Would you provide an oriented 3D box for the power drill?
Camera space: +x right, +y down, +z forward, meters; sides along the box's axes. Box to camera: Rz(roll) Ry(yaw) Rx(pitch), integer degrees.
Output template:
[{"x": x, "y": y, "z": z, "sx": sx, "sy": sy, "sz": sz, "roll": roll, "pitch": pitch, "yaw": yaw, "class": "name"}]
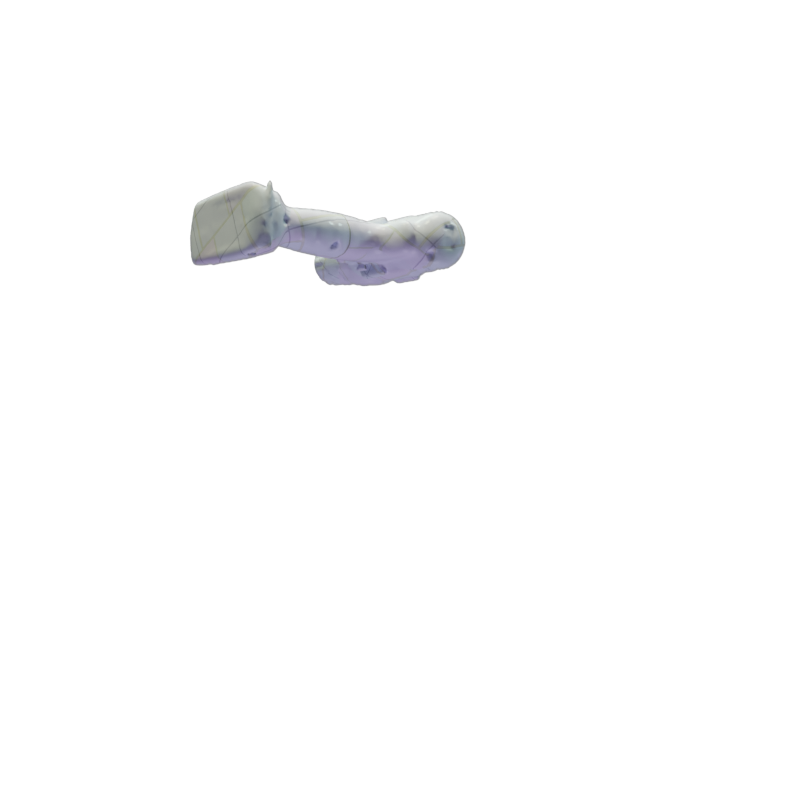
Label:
[{"x": -0.070, "y": -0.128, "z": 0.894, "sx": 0.180, "sy": 0.058, "sz": 0.189, "roll": 2, "pitch": -5, "yaw": -34, "class": "power drill"}]
